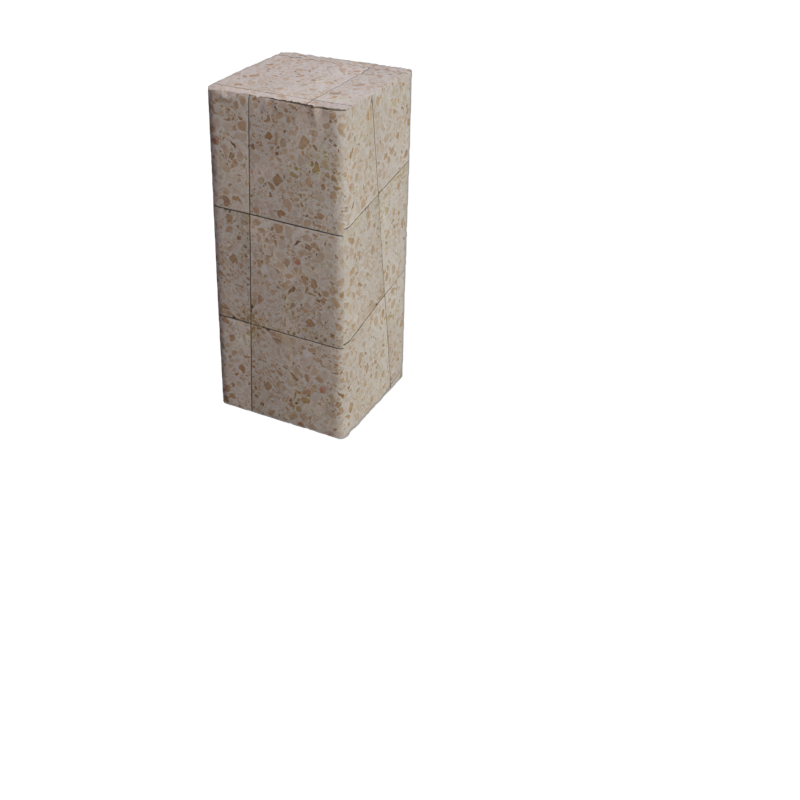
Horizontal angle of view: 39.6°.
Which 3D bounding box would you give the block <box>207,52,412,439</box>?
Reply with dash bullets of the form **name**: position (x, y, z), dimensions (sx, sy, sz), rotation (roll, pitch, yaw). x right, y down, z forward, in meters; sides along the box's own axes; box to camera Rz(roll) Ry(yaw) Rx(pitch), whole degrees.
- **block**: position (-0.053, -0.096, 0.671), dimensions (0.094, 0.195, 0.091), rotation (14, 30, 23)
